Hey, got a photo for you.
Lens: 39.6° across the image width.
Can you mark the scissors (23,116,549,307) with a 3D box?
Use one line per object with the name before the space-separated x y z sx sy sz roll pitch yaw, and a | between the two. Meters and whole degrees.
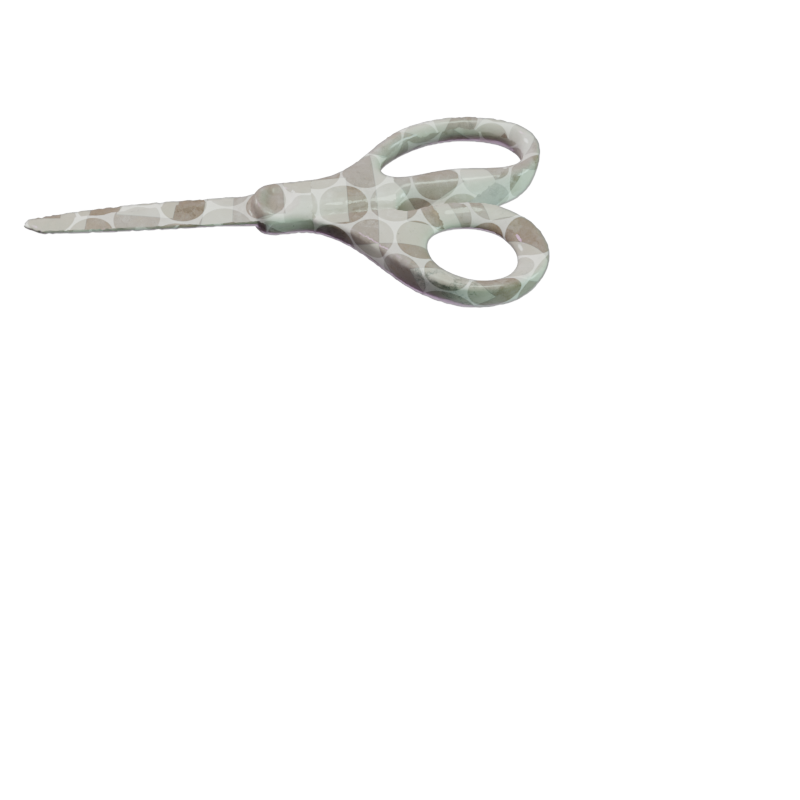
scissors | -0.033 -0.060 0.419 0.200 0.104 0.015 -18 -33 -12
